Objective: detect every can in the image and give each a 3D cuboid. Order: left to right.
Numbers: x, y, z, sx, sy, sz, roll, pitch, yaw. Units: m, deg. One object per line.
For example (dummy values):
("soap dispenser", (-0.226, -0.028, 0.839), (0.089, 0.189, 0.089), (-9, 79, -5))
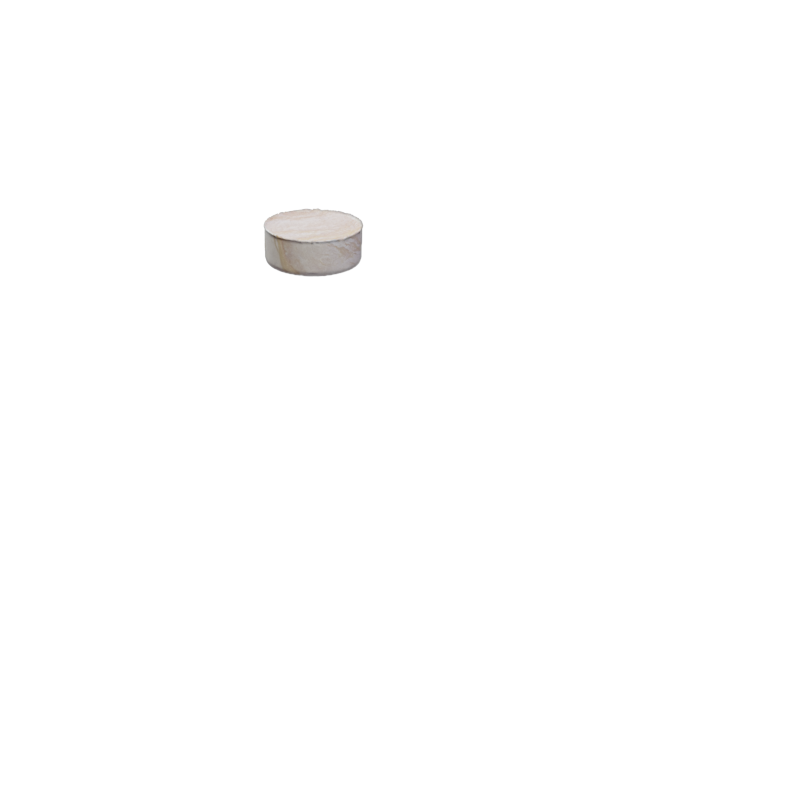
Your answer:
("can", (-0.075, -0.137, 0.963), (0.086, 0.032, 0.090), (-1, 26, -2))
